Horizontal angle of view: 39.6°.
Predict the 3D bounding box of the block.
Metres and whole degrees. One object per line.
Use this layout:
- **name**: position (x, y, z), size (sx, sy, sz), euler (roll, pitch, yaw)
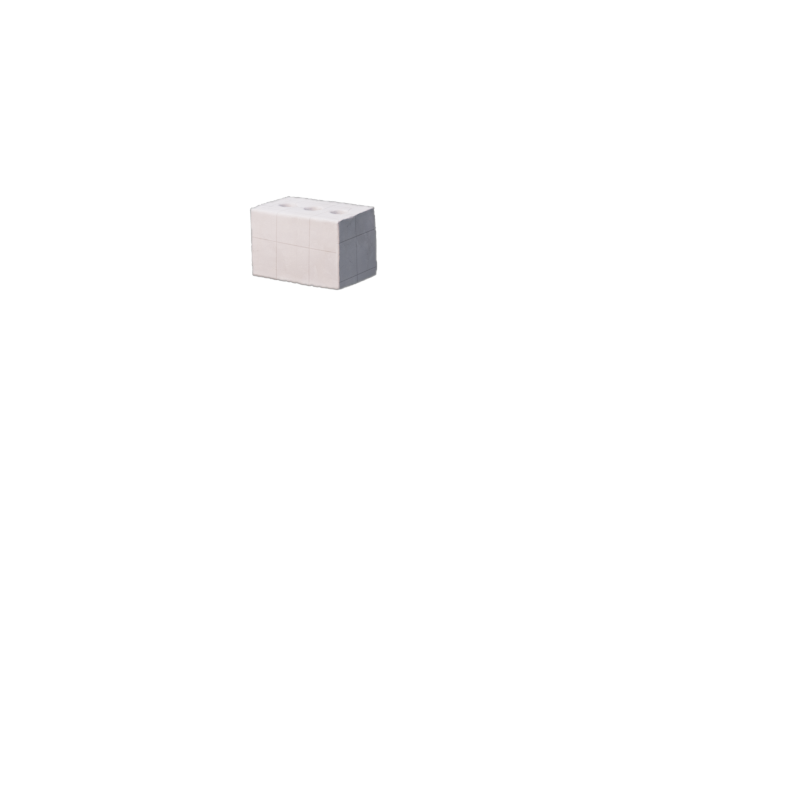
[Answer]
- **block**: position (-0.063, -0.114, 0.799), size (0.081, 0.049, 0.052), euler (11, 21, 29)
